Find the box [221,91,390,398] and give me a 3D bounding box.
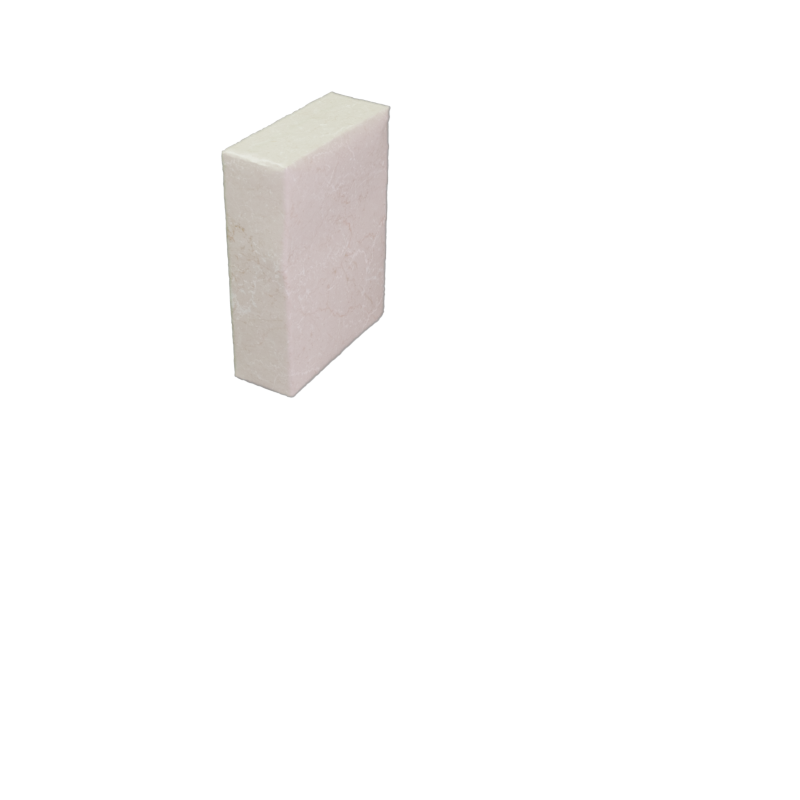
[{"bbox_3d":[-0.075,-0.136,0.953,0.075,0.201,0.167,17,35,24],"label":"box"}]
